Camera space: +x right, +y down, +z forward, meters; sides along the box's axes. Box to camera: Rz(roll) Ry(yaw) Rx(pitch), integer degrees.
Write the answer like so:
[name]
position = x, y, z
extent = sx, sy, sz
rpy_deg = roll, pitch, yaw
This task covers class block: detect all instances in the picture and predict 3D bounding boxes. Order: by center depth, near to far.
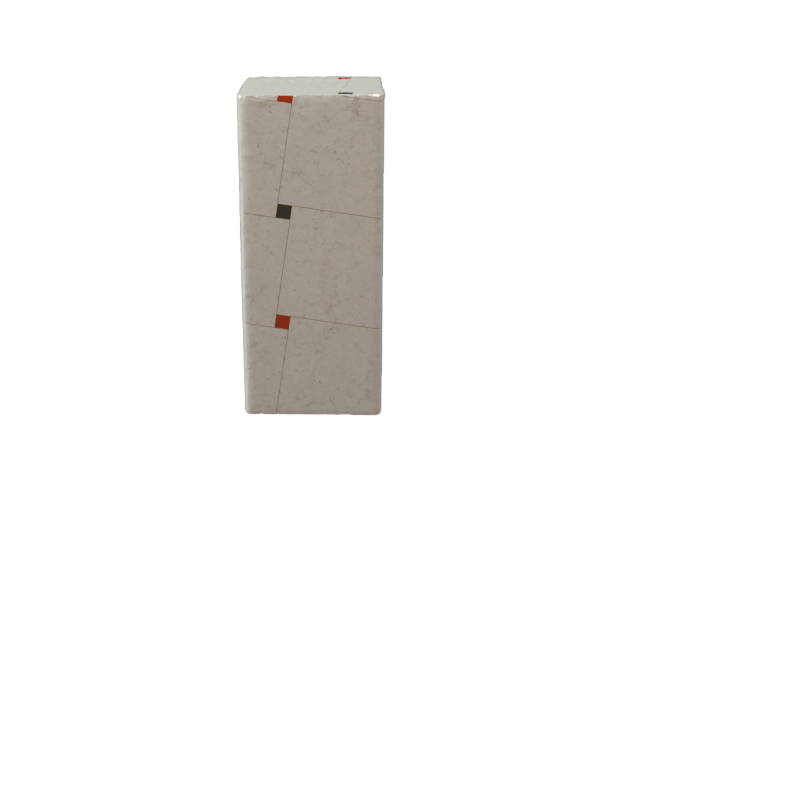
[block]
position = -0.057, -0.103, 0.725
extent = 0.091, 0.198, 0.094
rpy_deg = 1, 17, -1
